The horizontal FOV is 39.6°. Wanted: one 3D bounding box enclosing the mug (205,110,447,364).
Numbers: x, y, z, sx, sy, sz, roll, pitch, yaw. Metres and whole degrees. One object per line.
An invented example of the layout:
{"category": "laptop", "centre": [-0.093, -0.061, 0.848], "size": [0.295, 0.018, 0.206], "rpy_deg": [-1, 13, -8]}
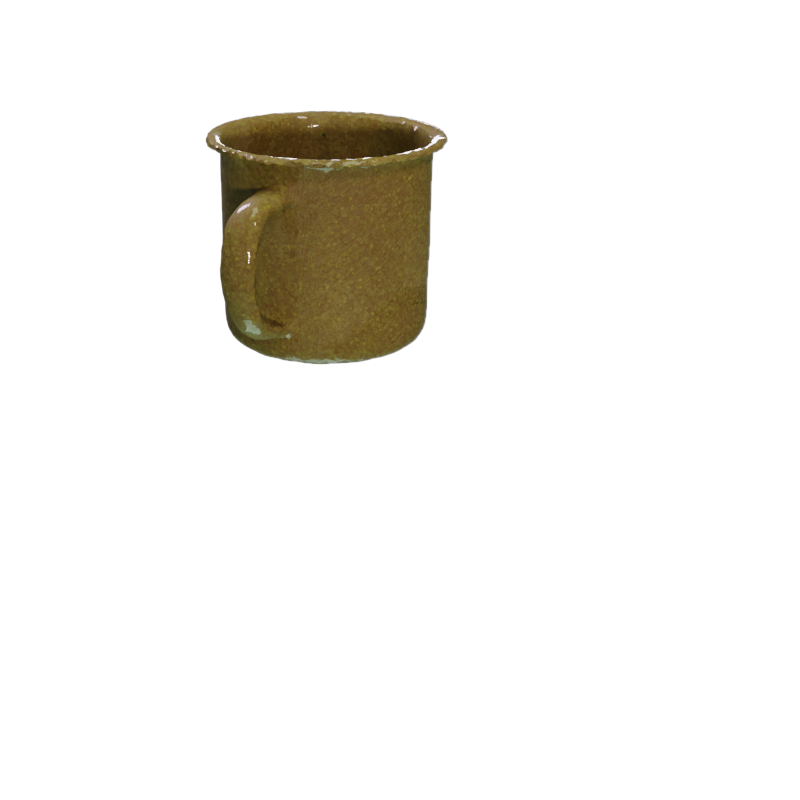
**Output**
{"category": "mug", "centre": [-0.034, -0.061, 0.429], "size": [0.096, 0.078, 0.119], "rpy_deg": [9, 24, 20]}
